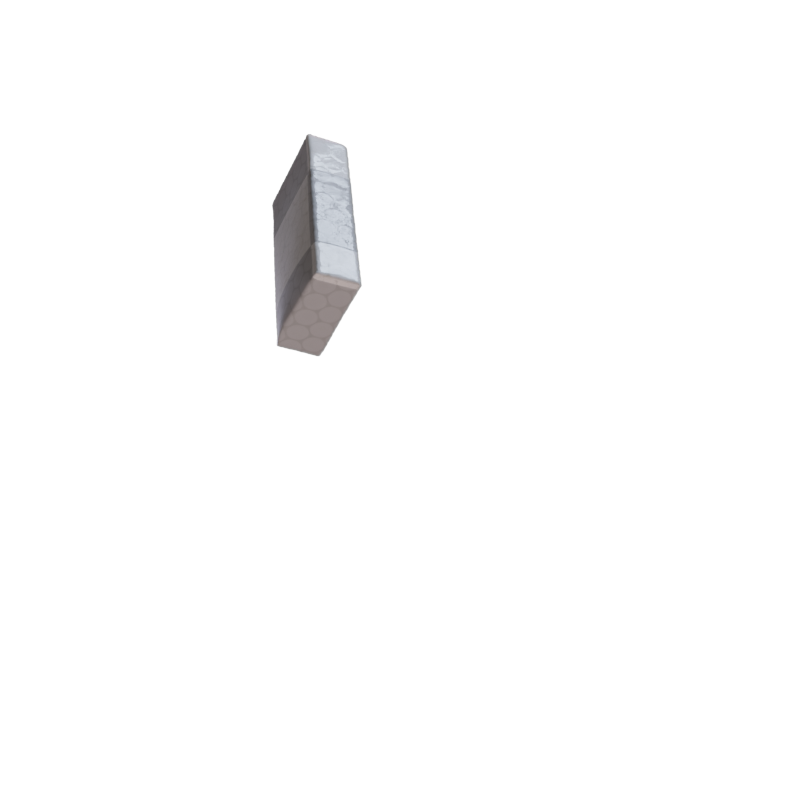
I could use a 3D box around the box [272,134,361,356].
[{"bbox_3d":[-0.073,-0.134,0.942,0.046,0.189,0.090,16,-46,-20],"label":"box"}]
